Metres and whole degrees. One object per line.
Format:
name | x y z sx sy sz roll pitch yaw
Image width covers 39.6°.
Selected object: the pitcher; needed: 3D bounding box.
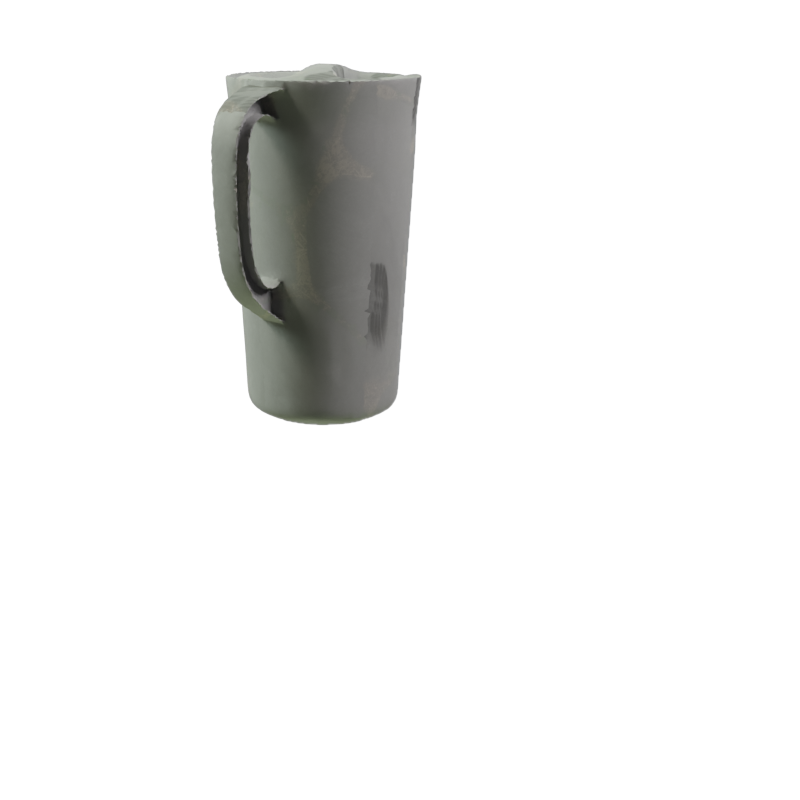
pitcher | -0.060 -0.110 0.770 0.147 0.236 0.151 -2 14 -12
